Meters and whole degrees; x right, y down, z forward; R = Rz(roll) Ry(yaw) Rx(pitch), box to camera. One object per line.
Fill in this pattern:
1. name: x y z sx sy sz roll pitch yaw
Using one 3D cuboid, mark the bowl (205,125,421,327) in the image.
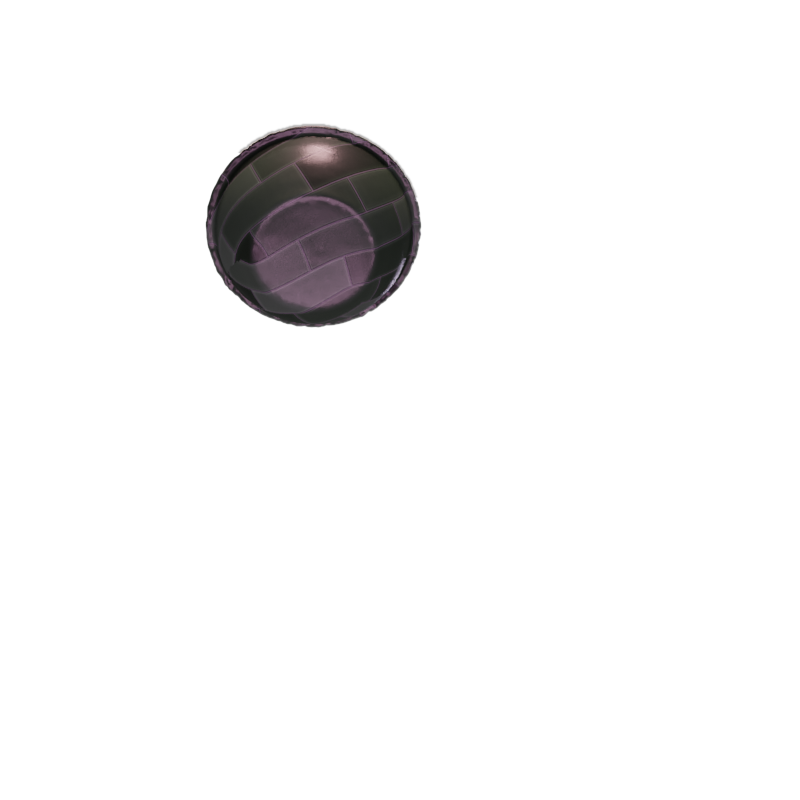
1. bowl: -0.063 -0.115 0.808 0.162 0.154 0.058 1 23 -1
